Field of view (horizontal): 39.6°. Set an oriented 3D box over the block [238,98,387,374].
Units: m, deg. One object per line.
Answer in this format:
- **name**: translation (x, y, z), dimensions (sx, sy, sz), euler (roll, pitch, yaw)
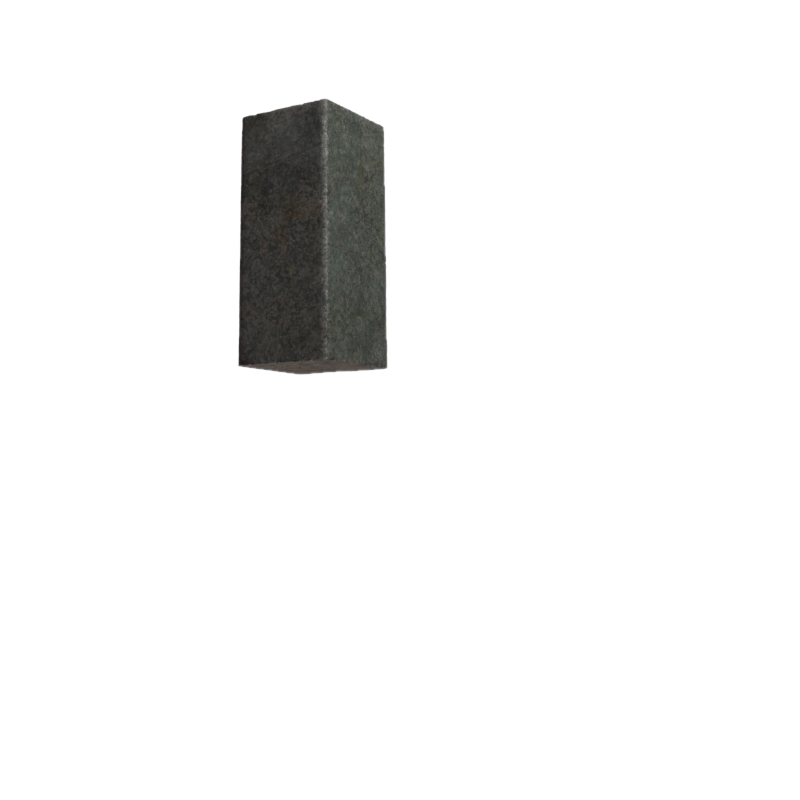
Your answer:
- **block**: translation (-0.072, -0.130, 0.909), dimensions (0.092, 0.212, 0.086), euler (-7, -13, 32)
